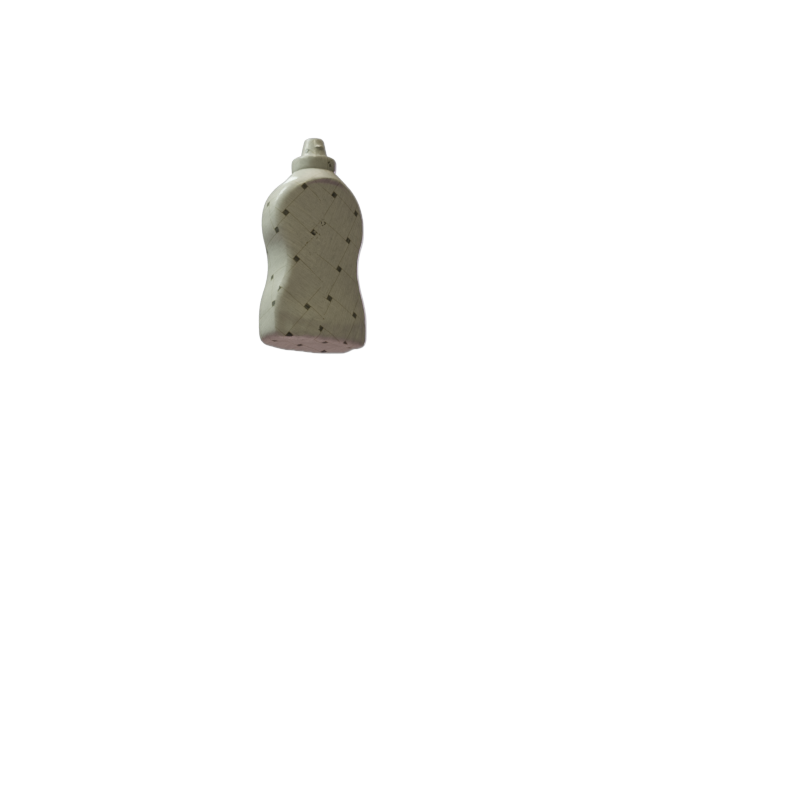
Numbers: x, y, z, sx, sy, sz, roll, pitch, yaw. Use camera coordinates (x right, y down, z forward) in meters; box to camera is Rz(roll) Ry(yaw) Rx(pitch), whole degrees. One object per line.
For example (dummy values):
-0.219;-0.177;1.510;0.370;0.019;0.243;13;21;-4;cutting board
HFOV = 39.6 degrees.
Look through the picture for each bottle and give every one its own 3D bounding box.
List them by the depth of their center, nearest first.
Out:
-0.077;-0.141;0.987;0.092;0.199;0.059;8;-18;-30;bottle
